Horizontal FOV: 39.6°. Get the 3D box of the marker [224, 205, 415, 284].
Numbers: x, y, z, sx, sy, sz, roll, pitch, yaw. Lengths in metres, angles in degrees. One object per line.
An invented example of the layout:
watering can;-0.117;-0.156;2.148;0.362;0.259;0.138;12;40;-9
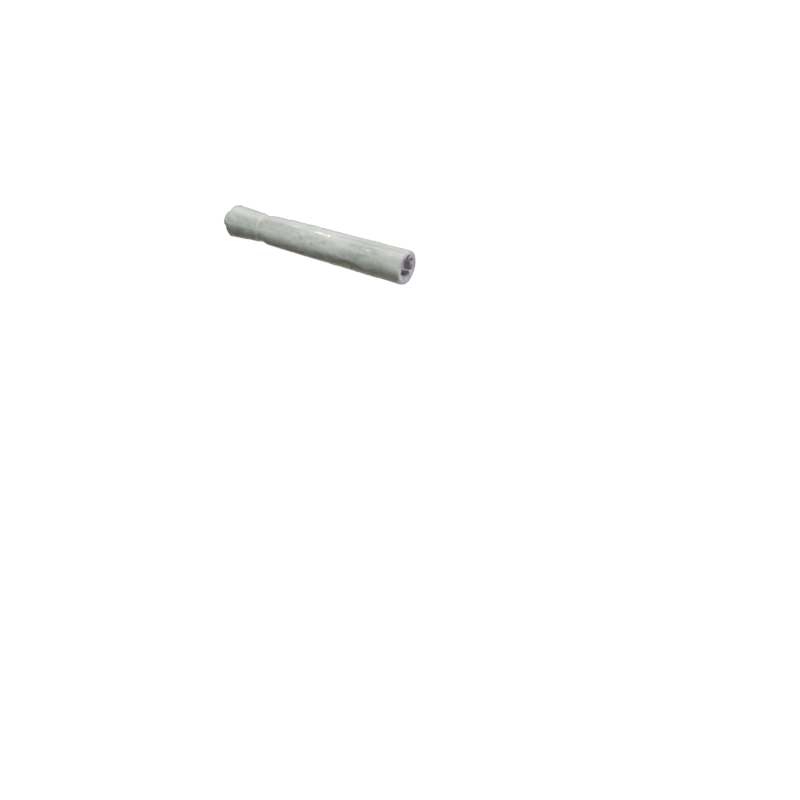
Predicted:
marker;-0.048;-0.088;0.613;0.127;0.019;0.019;19;13;30
